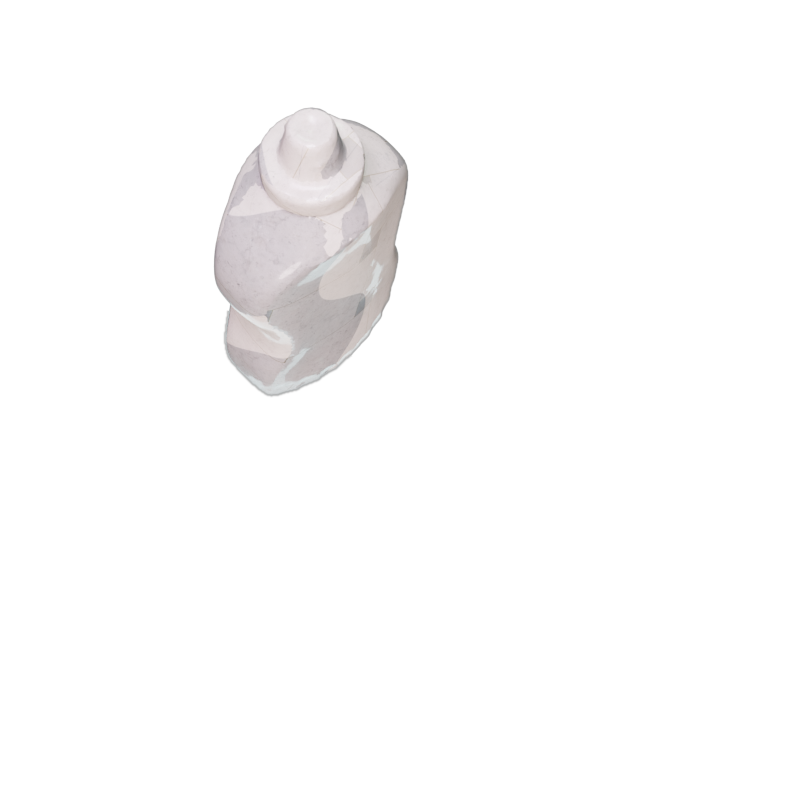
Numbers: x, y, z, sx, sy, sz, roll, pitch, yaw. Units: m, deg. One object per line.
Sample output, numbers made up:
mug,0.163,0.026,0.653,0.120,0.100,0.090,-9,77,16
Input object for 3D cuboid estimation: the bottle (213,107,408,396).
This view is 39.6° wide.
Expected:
bottle,-0.038,-0.070,0.487,0.097,0.061,0.183,-43,-11,-16
